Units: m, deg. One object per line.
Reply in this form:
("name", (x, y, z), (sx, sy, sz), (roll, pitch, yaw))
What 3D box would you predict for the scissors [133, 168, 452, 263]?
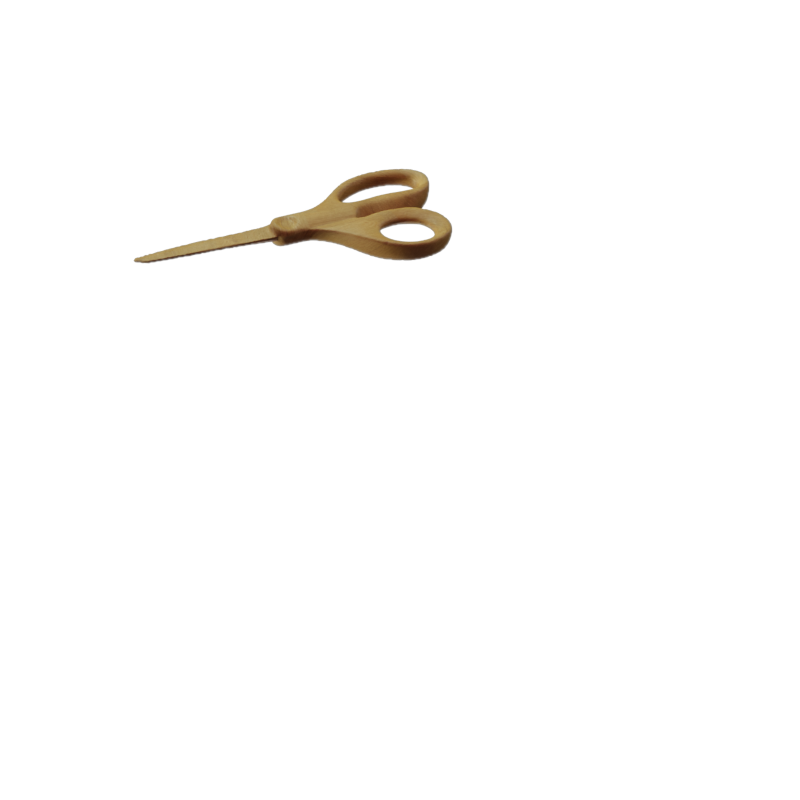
("scissors", (-0.054, -0.098, 0.688), (0.201, 0.015, 0.103), (-27, 48, -28))
